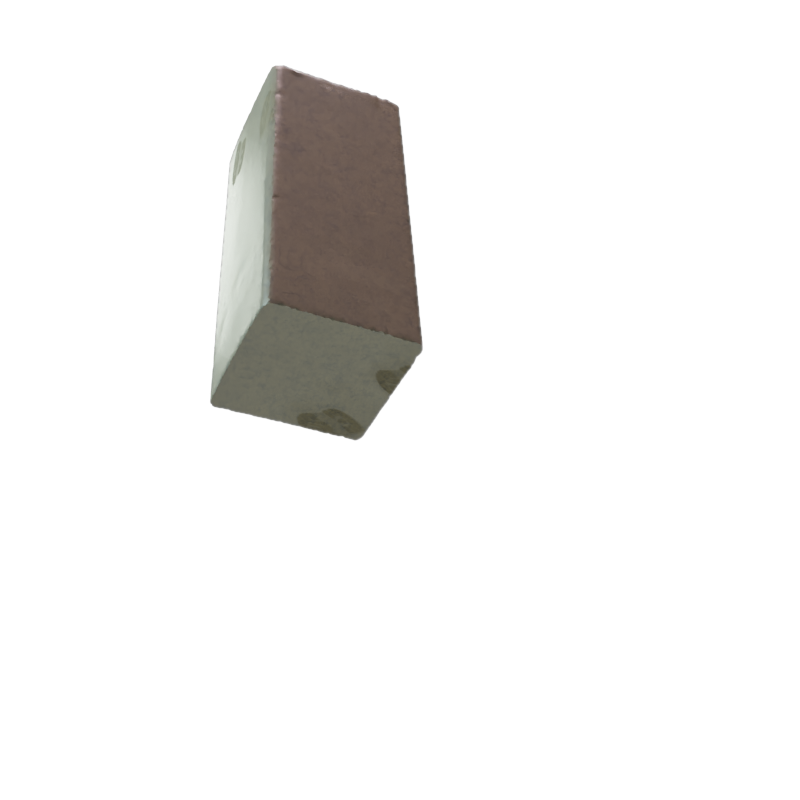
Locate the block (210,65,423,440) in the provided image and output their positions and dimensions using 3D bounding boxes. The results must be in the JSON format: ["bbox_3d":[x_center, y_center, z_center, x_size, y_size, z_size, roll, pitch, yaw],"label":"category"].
[{"bbox_3d":[-0.051,-0.094,0.656,0.088,0.221,0.087,15,-46,-19],"label":"block"}]
